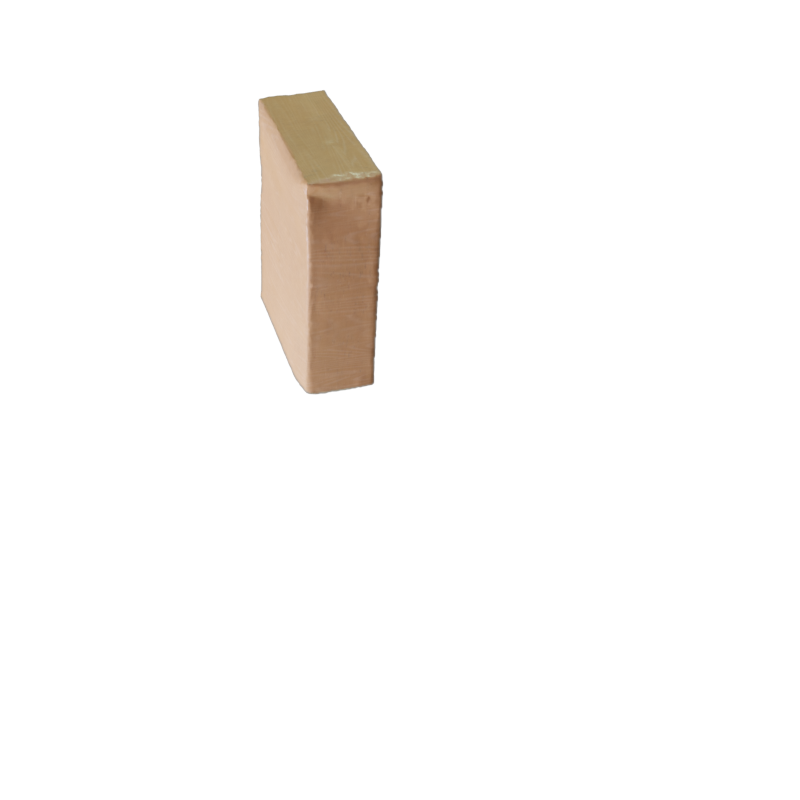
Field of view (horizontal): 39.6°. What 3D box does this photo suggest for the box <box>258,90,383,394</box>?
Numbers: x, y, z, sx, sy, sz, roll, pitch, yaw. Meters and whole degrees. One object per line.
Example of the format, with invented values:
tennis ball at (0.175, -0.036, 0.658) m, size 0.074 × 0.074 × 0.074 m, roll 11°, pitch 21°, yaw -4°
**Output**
box at (-0.076, -0.138, 0.969) m, size 0.071 × 0.200 × 0.177 m, roll -9°, pitch 37°, yaw -16°
